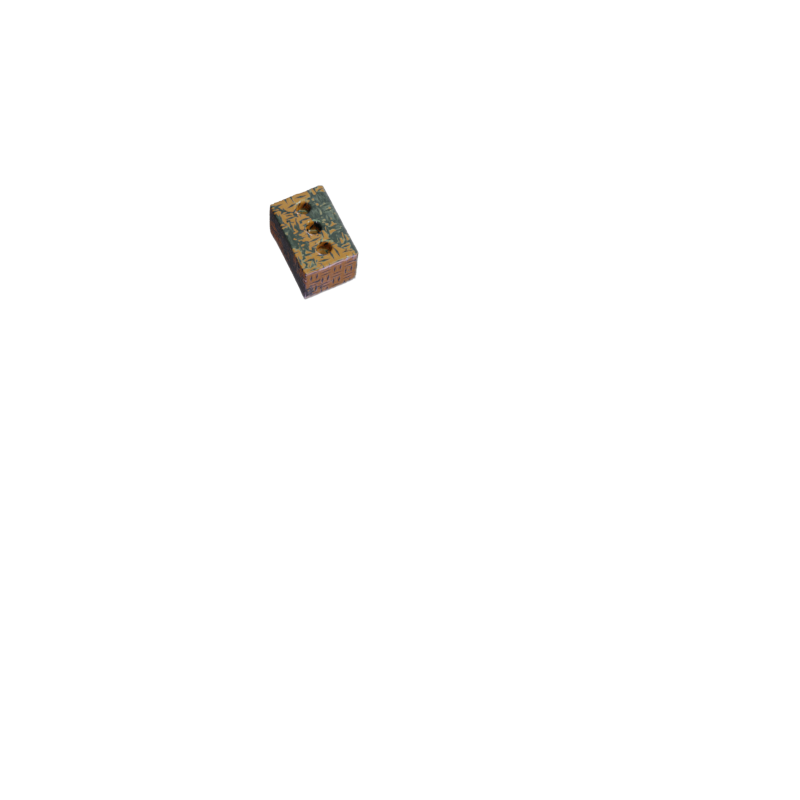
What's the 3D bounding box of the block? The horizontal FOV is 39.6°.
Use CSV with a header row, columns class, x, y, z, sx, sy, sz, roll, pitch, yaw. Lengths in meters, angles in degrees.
class,x,y,z,sx,sy,sz,roll,pitch,yaw
block,-0.076,-0.139,0.973,0.052,0.083,0.048,-23,-24,-12
